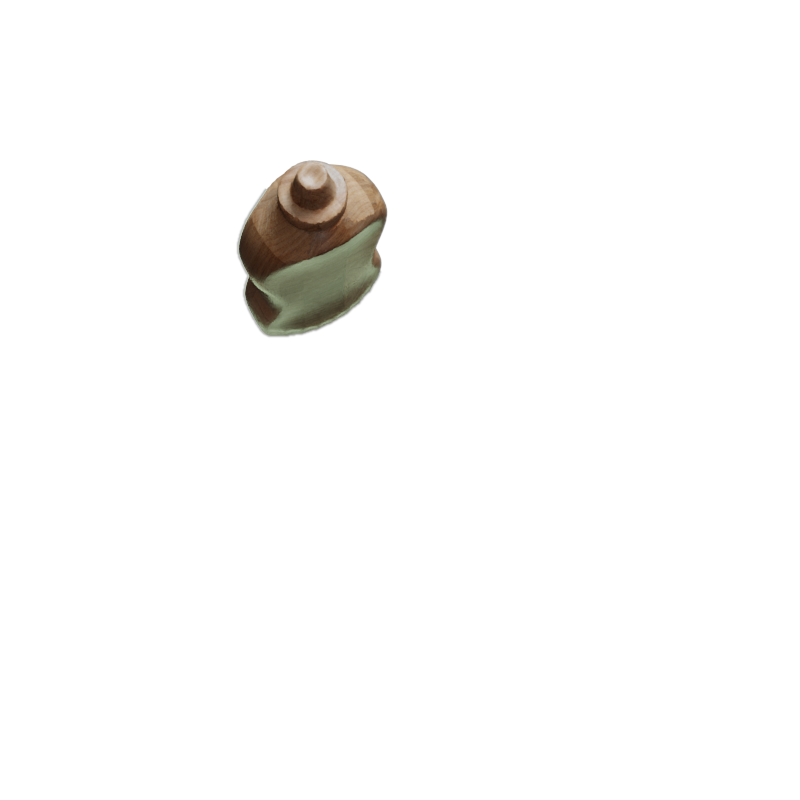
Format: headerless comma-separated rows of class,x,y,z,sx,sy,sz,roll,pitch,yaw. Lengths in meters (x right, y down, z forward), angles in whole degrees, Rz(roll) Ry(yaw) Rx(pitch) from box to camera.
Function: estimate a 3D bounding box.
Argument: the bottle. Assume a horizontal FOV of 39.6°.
bottle,-0.055,-0.101,0.703,0.096,0.061,0.184,-27,-12,-10
